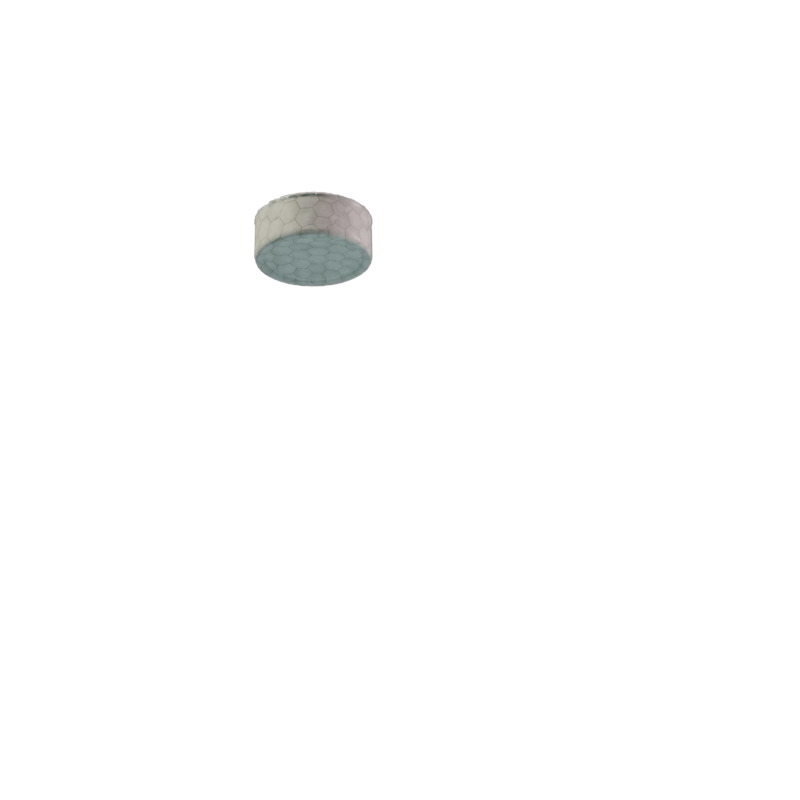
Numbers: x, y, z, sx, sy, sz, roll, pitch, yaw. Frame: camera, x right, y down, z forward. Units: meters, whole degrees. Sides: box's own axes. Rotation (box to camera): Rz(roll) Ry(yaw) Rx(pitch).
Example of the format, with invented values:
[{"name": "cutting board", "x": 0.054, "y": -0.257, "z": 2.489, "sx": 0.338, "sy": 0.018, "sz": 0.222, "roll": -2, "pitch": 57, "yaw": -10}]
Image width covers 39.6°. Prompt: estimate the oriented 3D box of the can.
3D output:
[{"name": "can", "x": -0.062, "y": -0.114, "z": 0.796, "sx": 0.086, "sy": 0.035, "sz": 0.081, "roll": 0, "pitch": -22, "yaw": -2}]
